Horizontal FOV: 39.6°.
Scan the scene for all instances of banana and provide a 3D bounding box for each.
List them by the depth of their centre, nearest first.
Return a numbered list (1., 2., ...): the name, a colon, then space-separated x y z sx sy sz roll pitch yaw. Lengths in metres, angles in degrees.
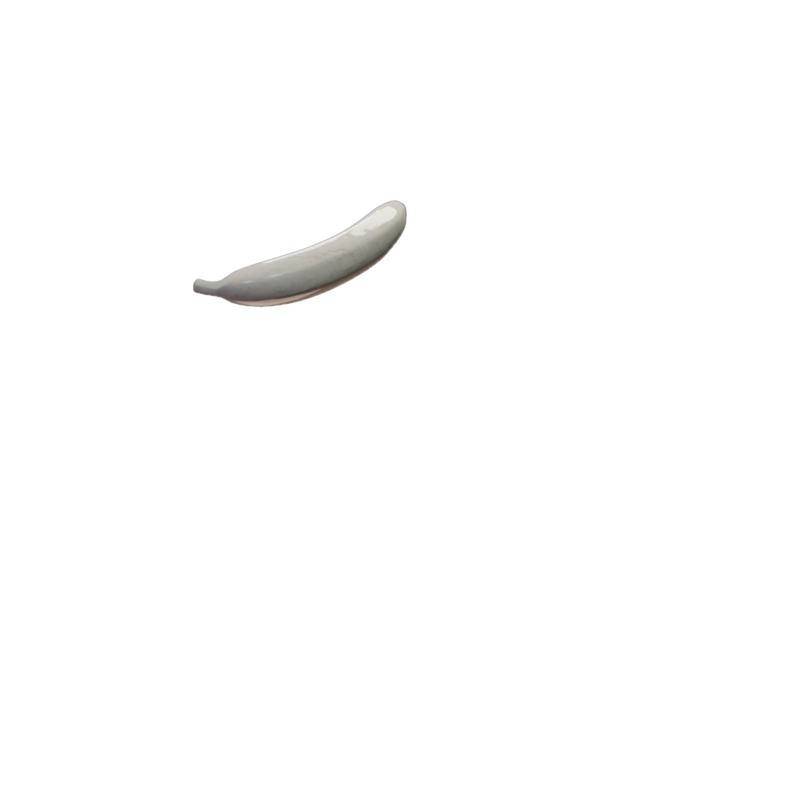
1. banana: -0.061 -0.114 0.868 0.196 0.034 0.075 -24 45 -26
